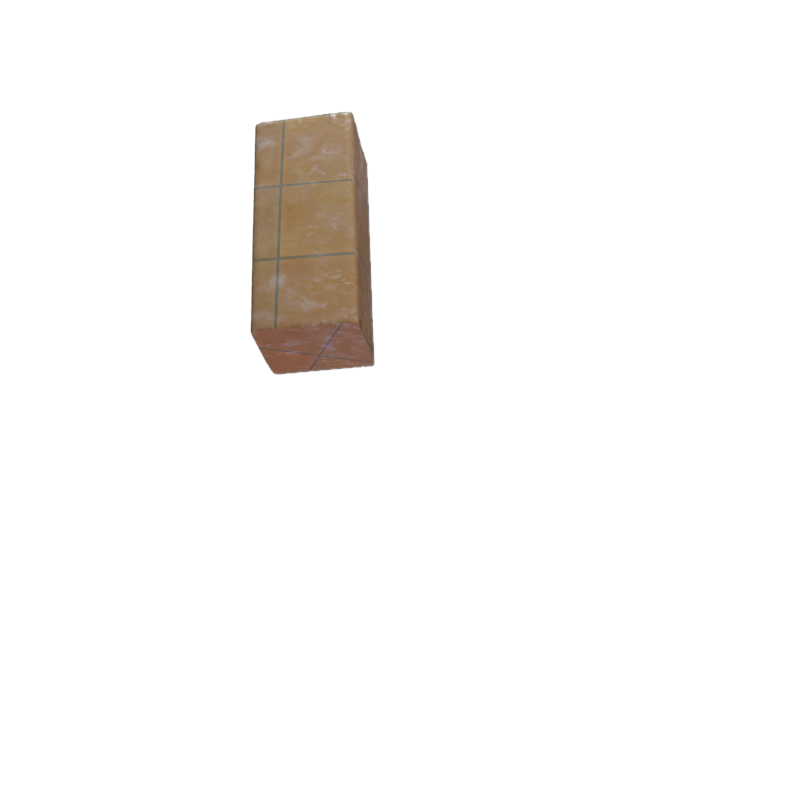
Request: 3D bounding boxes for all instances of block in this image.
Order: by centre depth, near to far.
[{"bbox_3d":[-0.076,-0.138,0.963,0.091,0.219,0.084,-6,-28,8],"label":"block"}]
